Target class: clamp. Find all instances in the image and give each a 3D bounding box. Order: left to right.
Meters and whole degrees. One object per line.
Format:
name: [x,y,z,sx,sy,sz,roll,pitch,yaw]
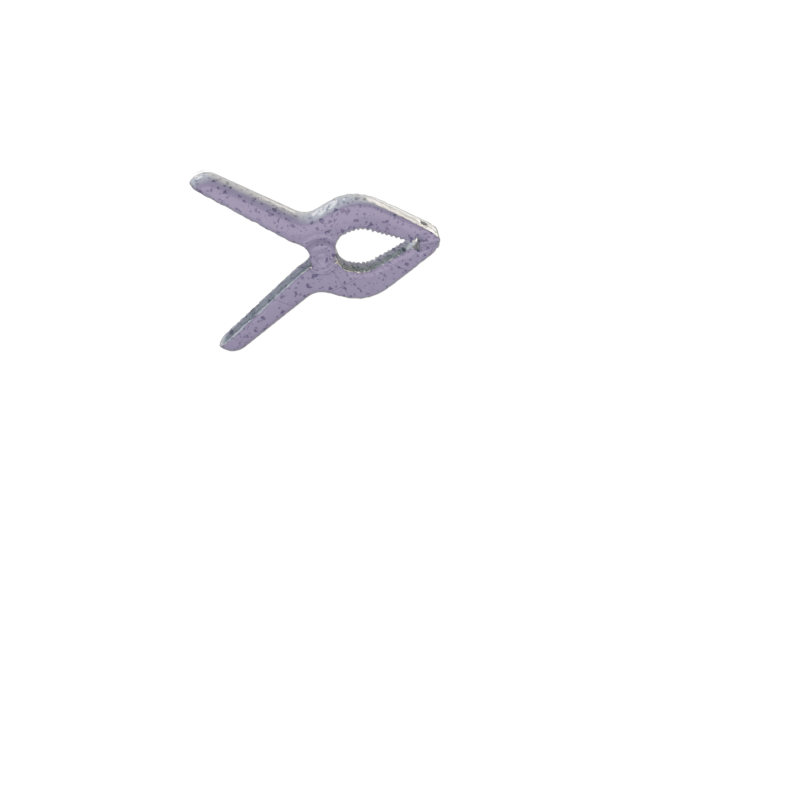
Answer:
clamp: [-0.074,-0.135,0.946,0.211,0.155,0.038,-13,24,5]
